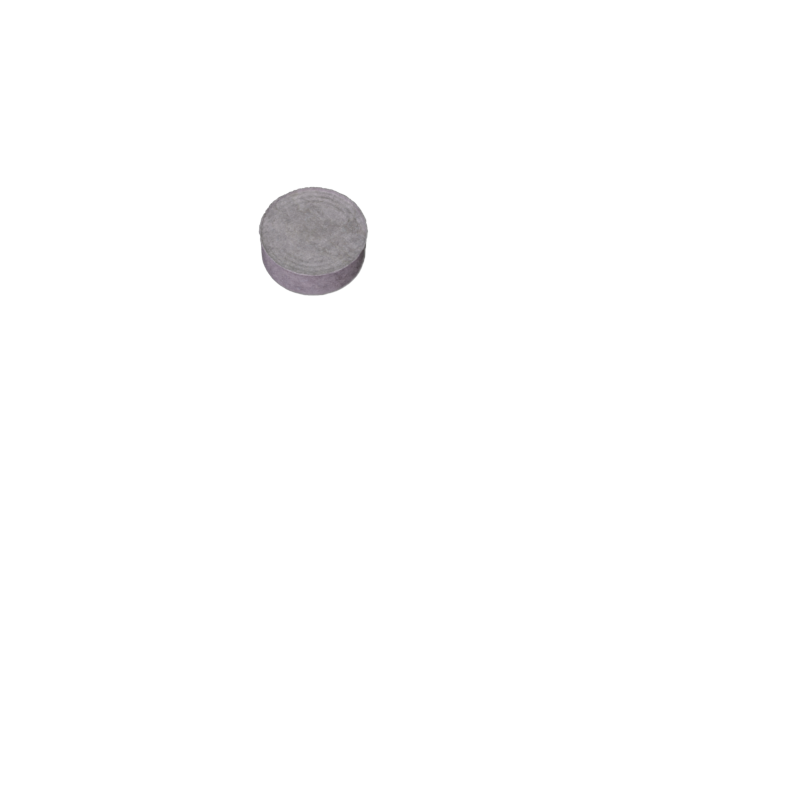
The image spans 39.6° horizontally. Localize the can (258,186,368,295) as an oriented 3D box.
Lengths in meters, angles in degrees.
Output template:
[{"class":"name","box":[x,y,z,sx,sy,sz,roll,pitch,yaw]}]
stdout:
[{"class":"can","box":[-0.069,-0.126,0.885,0.086,0.092,0.031,-1,-32,-1]}]
